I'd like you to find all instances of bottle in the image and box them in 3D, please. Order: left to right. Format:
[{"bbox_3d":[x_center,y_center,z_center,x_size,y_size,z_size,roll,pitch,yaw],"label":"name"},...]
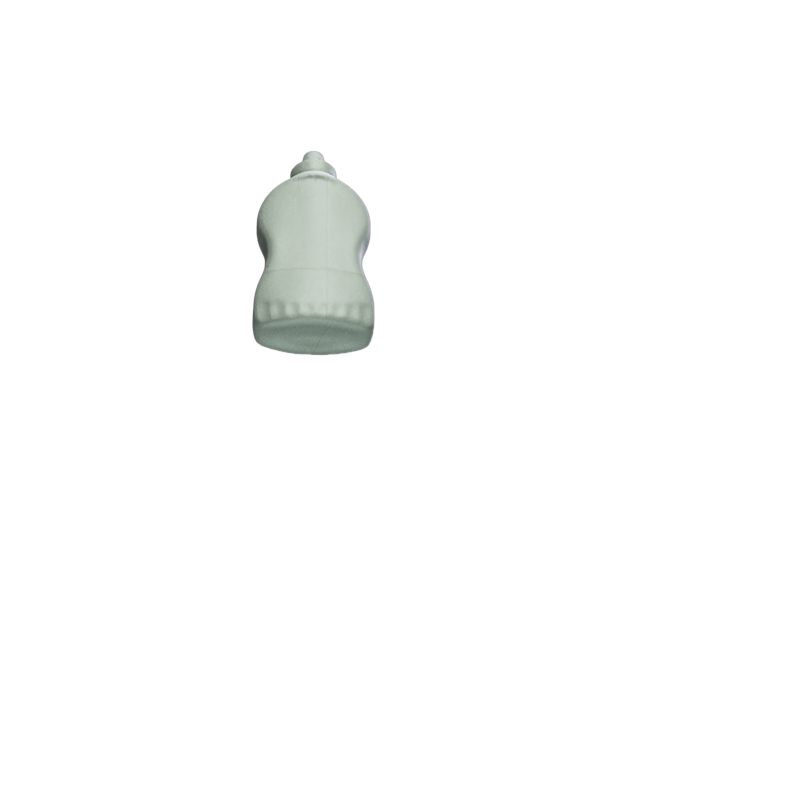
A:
[{"bbox_3d":[-0.072,-0.132,0.924,0.096,0.205,0.055,0,-34,-3],"label":"bottle"}]
